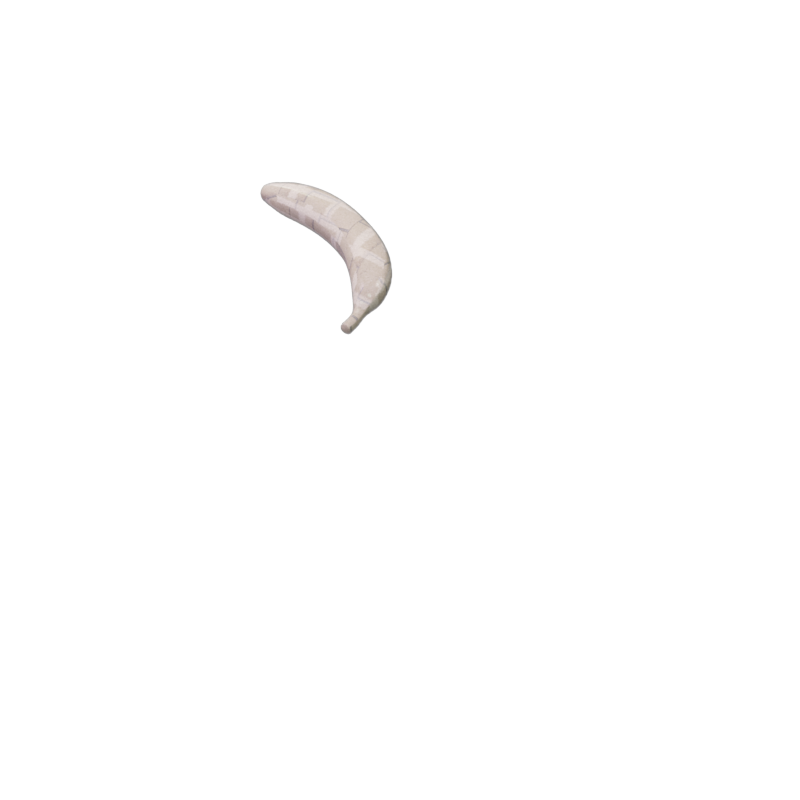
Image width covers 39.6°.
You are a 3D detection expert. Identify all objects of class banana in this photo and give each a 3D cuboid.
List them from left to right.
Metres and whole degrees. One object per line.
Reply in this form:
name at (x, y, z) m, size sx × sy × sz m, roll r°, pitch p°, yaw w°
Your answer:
banana at (-0.057, -0.139, 0.959) m, size 0.069 × 0.034 × 0.214 m, roll -17°, pitch 46°, yaw -17°
